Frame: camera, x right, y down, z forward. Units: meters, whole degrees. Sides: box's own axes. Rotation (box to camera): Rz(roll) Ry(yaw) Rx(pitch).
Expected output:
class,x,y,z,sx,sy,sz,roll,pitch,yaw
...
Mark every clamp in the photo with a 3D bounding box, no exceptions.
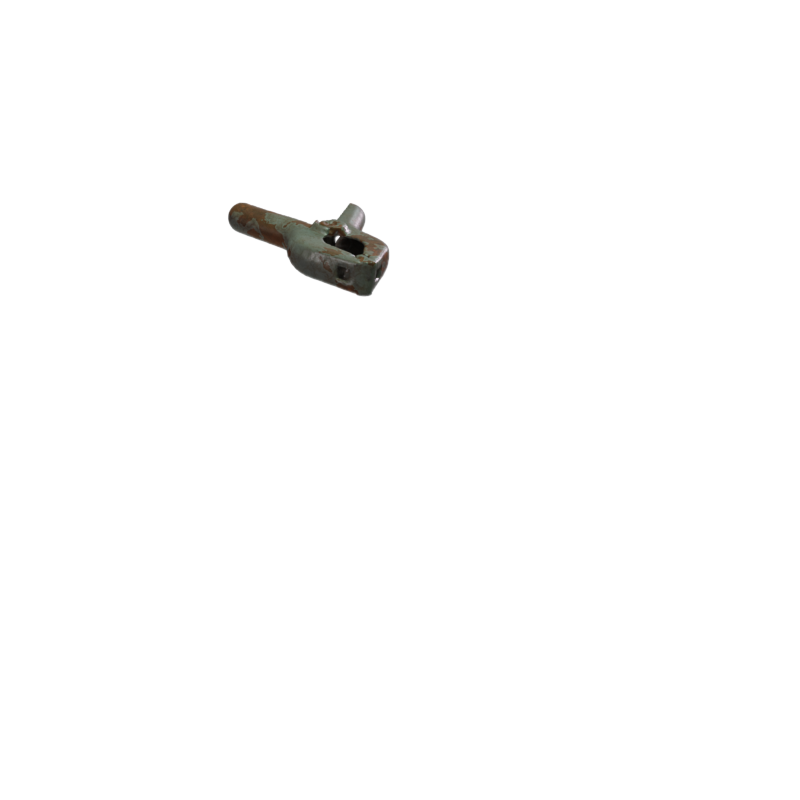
class,x,y,z,sx,sy,sz,roll,pitch,yaw
clamp,-0.069,-0.125,0.879,0.118,0.037,0.182,-6,24,-13
